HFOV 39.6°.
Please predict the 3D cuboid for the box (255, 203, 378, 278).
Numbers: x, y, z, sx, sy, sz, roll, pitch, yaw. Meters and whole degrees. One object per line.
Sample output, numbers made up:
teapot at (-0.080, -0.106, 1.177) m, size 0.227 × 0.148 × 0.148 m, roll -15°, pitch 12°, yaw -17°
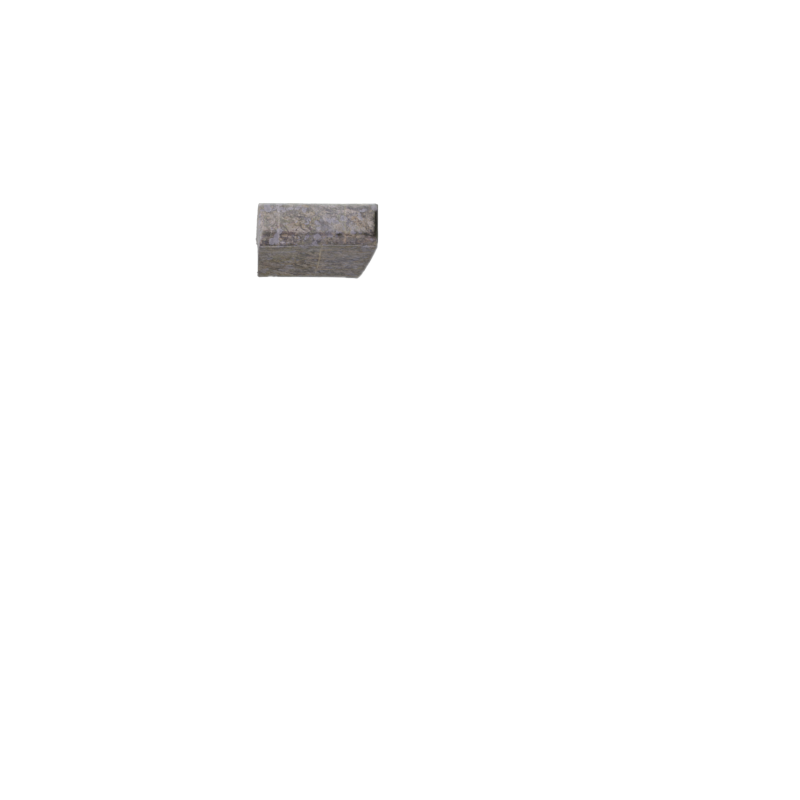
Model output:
box at (-0.068, -0.124, 0.867) m, size 0.089 × 0.040 × 0.111 m, roll 1°, pitch -9°, yaw -7°
